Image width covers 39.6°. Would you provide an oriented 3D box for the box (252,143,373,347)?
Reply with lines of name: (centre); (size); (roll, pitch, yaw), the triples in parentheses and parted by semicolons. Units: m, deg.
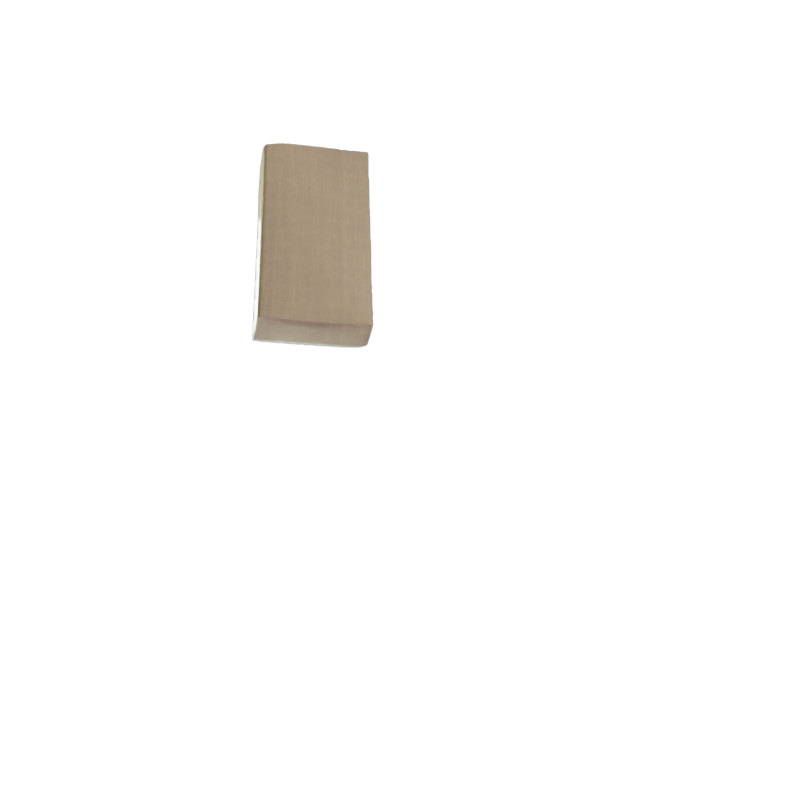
box: (-0.071, -0.130, 0.911); (0.092, 0.188, 0.046); (3, -31, -9)
